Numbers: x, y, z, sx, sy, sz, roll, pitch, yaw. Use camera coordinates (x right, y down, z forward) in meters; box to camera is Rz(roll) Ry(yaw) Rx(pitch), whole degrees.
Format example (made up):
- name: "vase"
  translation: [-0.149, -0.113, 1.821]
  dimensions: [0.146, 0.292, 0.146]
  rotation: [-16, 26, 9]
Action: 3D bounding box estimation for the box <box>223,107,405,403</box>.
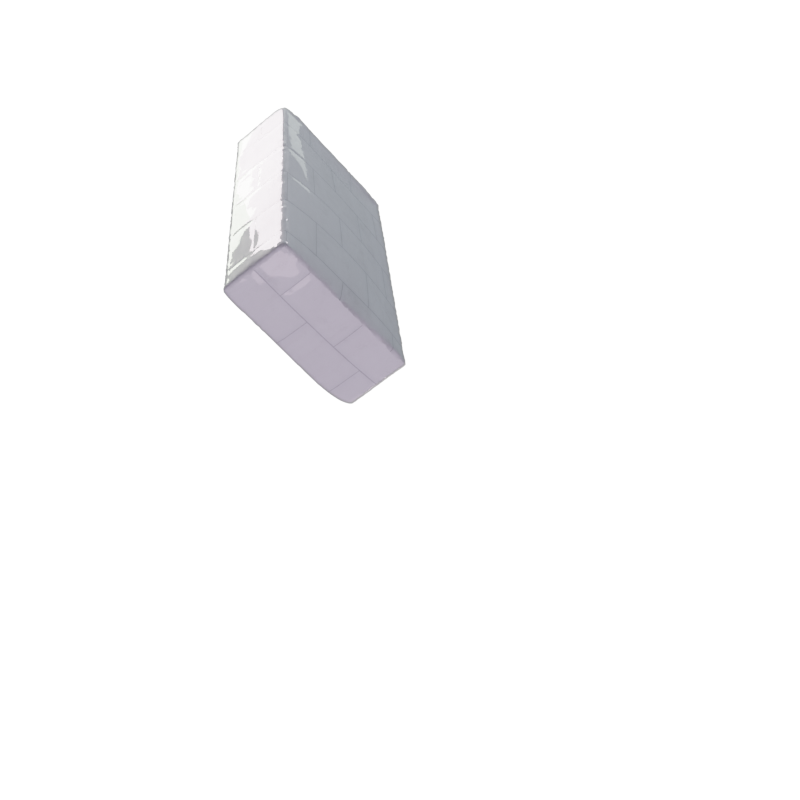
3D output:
- name: "box"
  translation: [-0.047, -0.086, 0.601]
  dimensions: [0.048, 0.088, 0.188]
  rotation: [-35, 30, 20]
